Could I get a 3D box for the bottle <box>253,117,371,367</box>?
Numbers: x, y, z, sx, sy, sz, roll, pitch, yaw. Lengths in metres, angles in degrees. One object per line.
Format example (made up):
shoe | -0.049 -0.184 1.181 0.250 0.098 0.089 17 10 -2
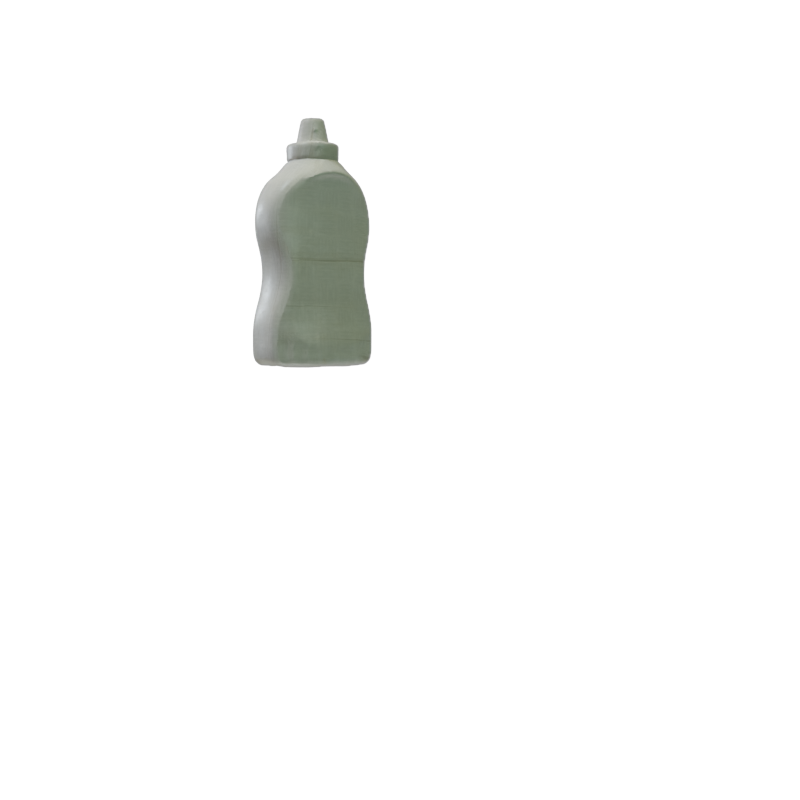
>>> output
bottle | -0.068 -0.123 0.861 0.092 0.193 0.060 1 -3 -37
